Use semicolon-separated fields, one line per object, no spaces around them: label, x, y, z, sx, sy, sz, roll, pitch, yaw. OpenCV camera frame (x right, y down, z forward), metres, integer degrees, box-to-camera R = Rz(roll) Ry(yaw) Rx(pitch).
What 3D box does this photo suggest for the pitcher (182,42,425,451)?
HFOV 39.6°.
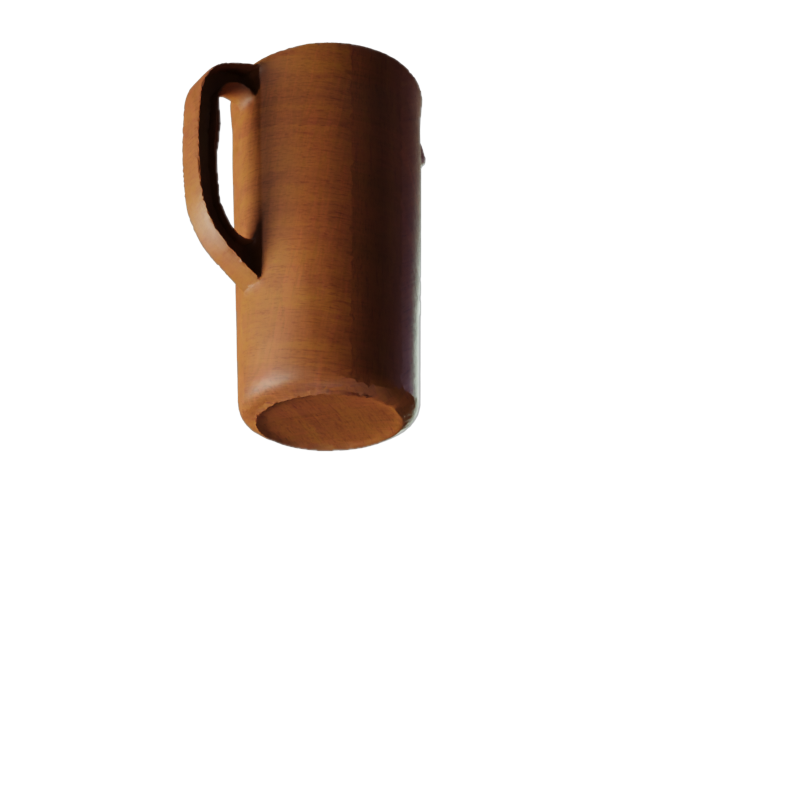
pitcher;-0.055;-0.101;0.706;0.150;0.258;0.135;-4;-29;5
